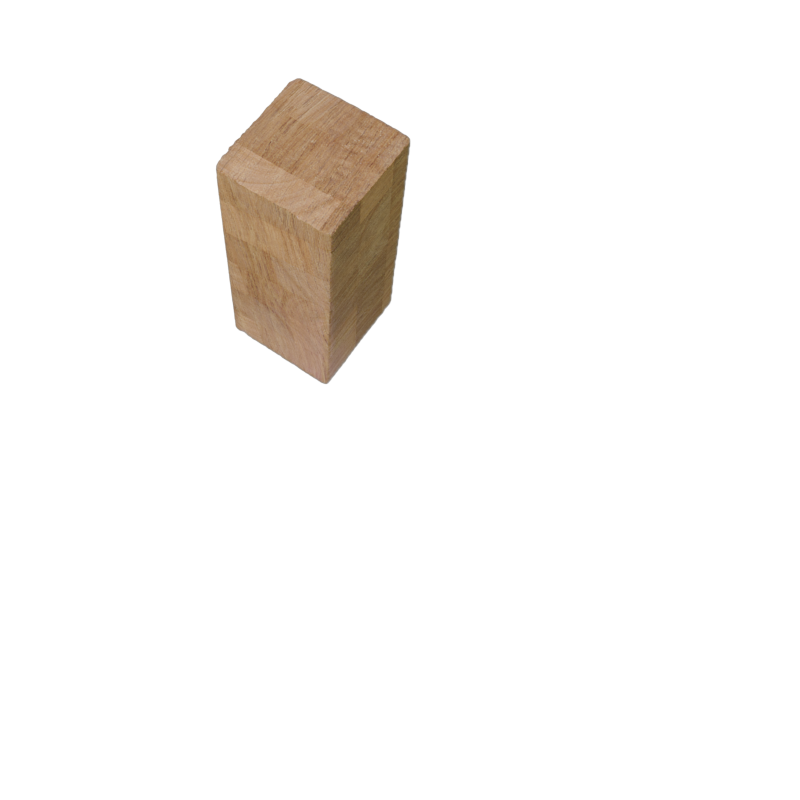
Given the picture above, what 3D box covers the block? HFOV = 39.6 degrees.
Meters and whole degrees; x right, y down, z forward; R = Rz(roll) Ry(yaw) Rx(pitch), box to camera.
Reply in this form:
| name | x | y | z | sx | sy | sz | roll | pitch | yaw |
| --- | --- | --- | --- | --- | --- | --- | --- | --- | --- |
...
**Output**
| name | x | y | z | sx | sy | sz | roll | pitch | yaw |
| --- | --- | --- | --- | --- | --- | --- | --- | --- | --- |
| block | -0.060 | -0.109 | 0.761 | 0.093 | 0.093 | 0.194 | 32 | -24 | 12 |
